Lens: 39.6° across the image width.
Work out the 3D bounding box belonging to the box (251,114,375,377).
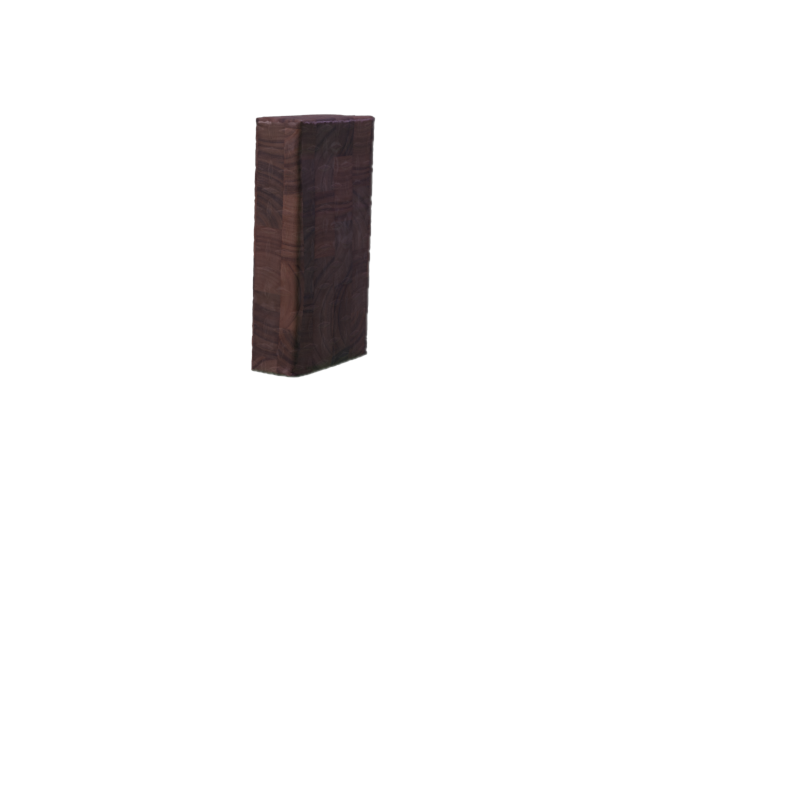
[{"bbox_3d":[-0.061,-0.111,0.775,0.050,0.173,0.091,6,11,32],"label":"box"}]
